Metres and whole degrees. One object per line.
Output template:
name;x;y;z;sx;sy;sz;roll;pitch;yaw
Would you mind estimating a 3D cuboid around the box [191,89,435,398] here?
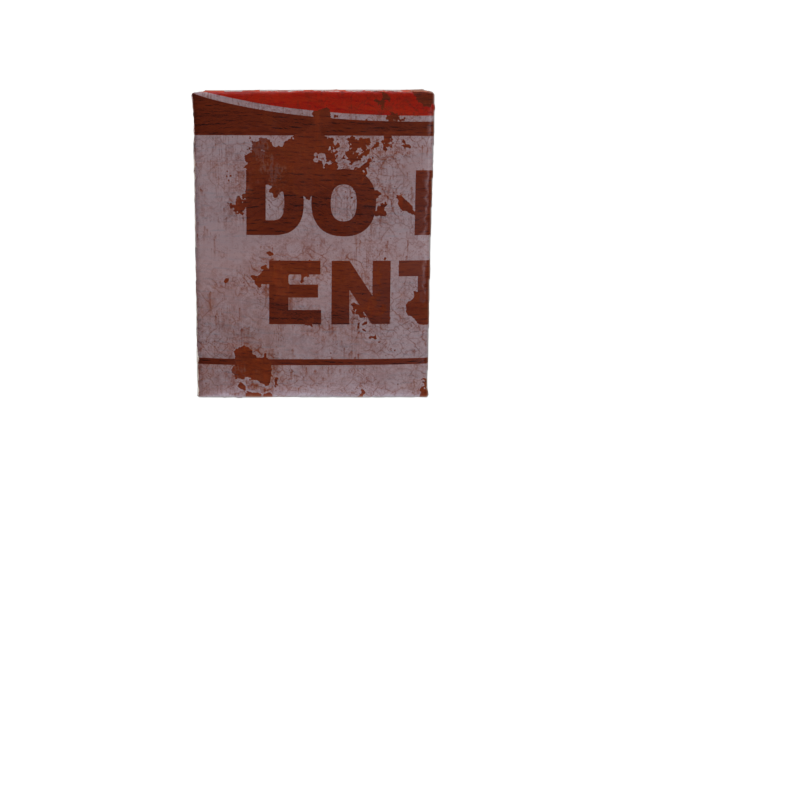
box;-0.061;-0.112;0.784;0.164;0.209;0.074;0;10;-2
